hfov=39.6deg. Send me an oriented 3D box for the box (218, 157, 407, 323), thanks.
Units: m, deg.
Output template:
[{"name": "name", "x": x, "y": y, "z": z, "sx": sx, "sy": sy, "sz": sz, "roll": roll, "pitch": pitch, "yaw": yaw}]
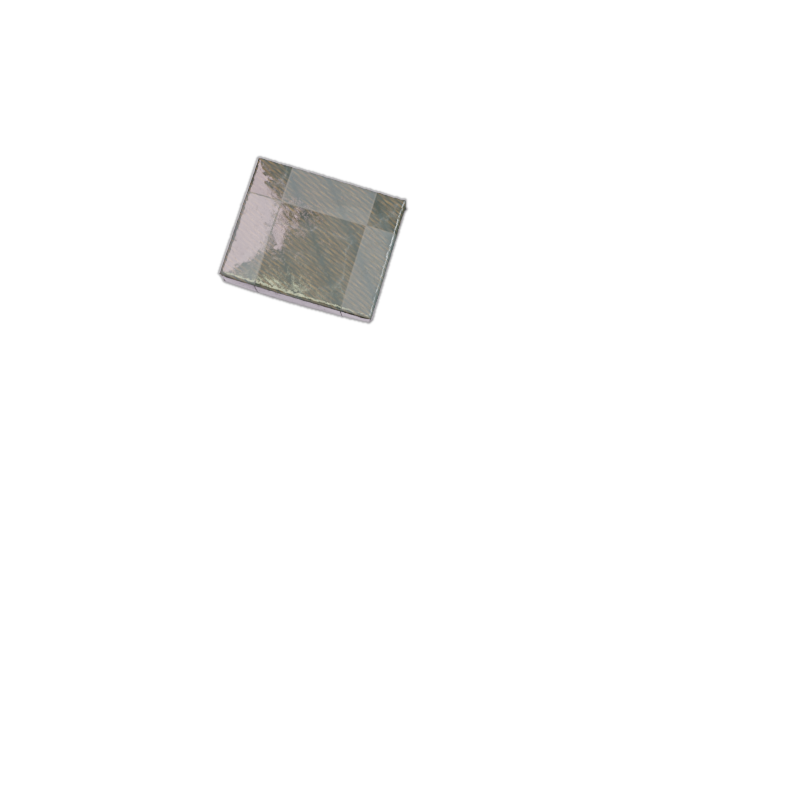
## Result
[{"name": "box", "x": -0.061, "y": -0.112, "z": 0.784, "sx": 0.114, "sy": 0.092, "sz": 0.038, "roll": 17, "pitch": -11, "yaw": 3}]
